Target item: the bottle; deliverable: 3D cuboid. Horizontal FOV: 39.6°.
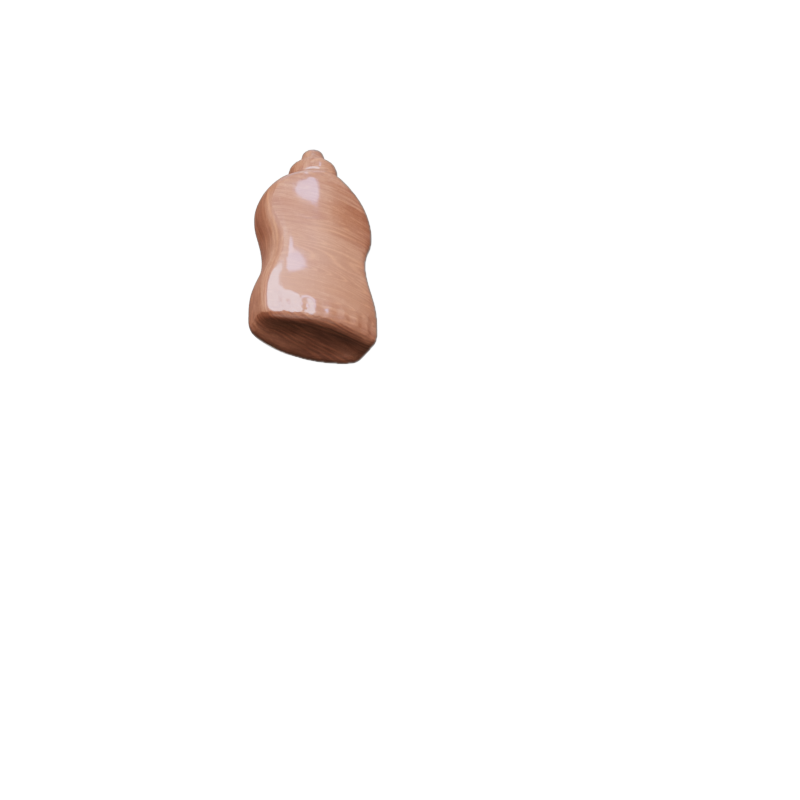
[{"bbox_3d":[-0.069,-0.125,0.876,0.093,0.205,0.056,14,-40,-21],"label":"bottle"}]
